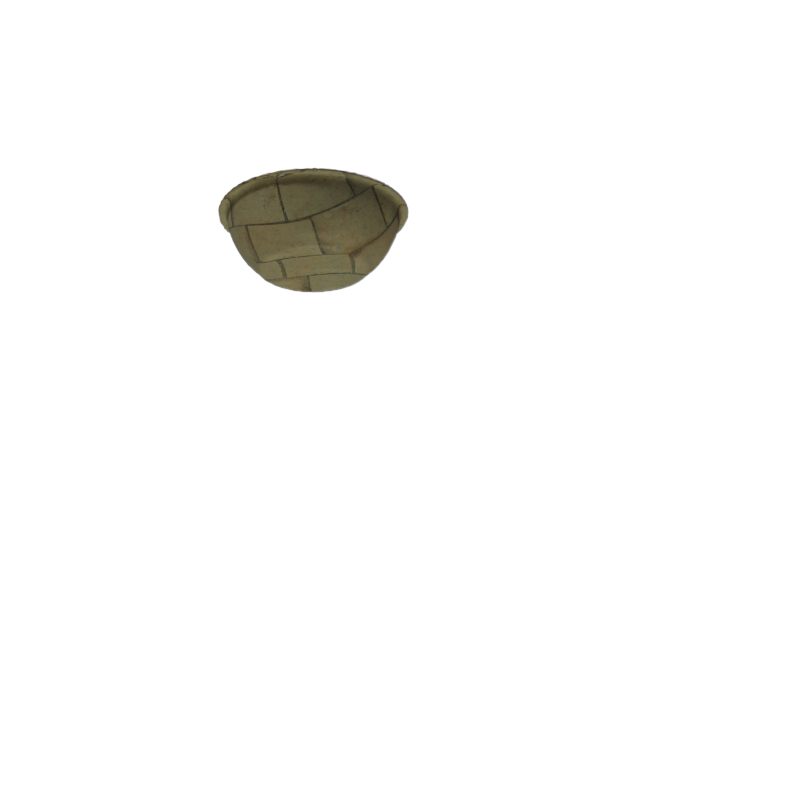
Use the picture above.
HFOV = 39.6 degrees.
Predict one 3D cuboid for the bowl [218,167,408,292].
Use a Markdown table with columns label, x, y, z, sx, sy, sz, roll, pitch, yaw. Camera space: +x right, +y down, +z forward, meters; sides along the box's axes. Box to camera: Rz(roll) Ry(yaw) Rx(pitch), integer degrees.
| label | x | y | z | sx | sy | sz | roll | pitch | yaw |
| --- | --- | --- | --- | --- | --- | --- | --- | --- | --- |
| bowl | -0.073 | -0.133 | 0.931 | 0.162 | 0.058 | 0.154 | 1 | -20 | -2 |
